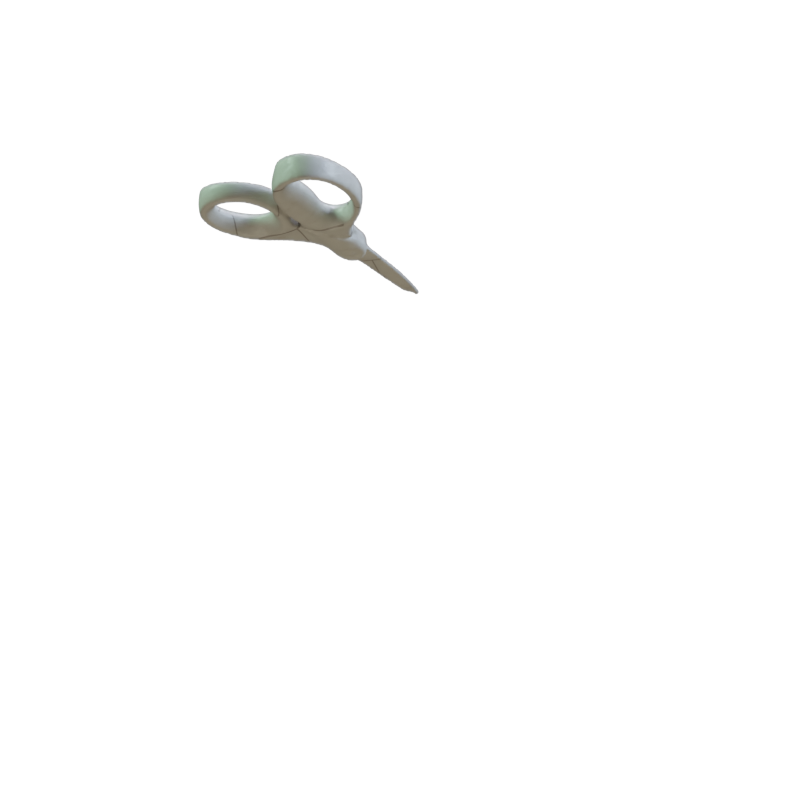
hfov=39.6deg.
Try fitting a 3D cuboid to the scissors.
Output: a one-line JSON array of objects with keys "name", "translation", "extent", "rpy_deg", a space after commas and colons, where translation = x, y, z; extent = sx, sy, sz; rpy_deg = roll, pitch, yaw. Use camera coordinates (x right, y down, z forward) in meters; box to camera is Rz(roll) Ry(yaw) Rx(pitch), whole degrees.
[{"name": "scissors", "translation": [-0.050, -0.091, 0.637], "extent": [0.097, 0.016, 0.191], "rpy_deg": [-2, -15, 9]}]
